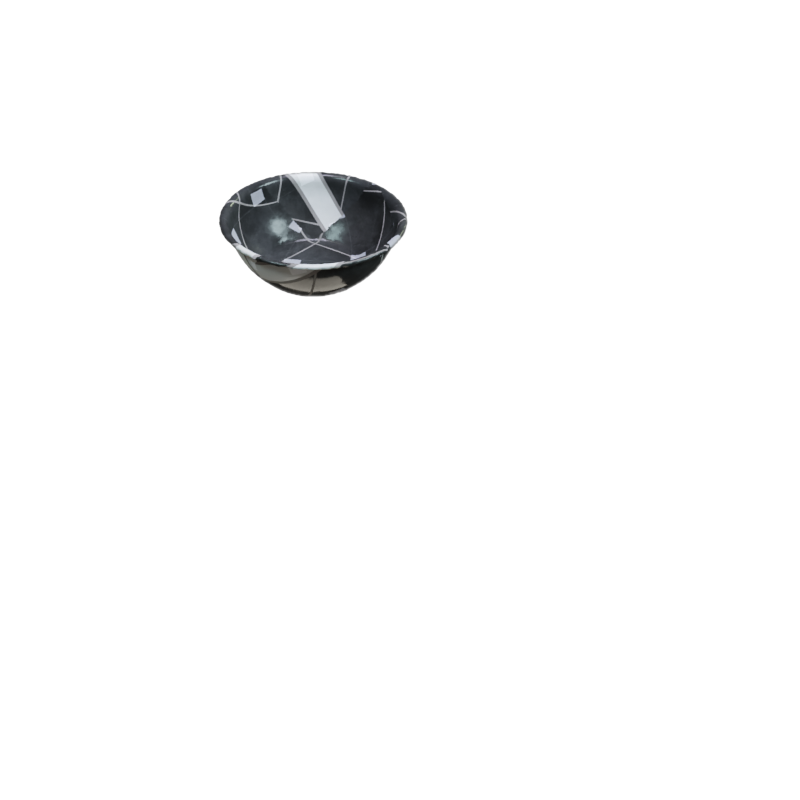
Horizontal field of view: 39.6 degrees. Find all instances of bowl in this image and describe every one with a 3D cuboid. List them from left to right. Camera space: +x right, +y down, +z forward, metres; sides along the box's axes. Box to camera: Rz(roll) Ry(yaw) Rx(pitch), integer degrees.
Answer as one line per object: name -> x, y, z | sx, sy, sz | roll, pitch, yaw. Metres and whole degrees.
bowl -> -0.076, -0.138, 0.965 | 0.162, 0.051, 0.173 | -1, 38, -2
